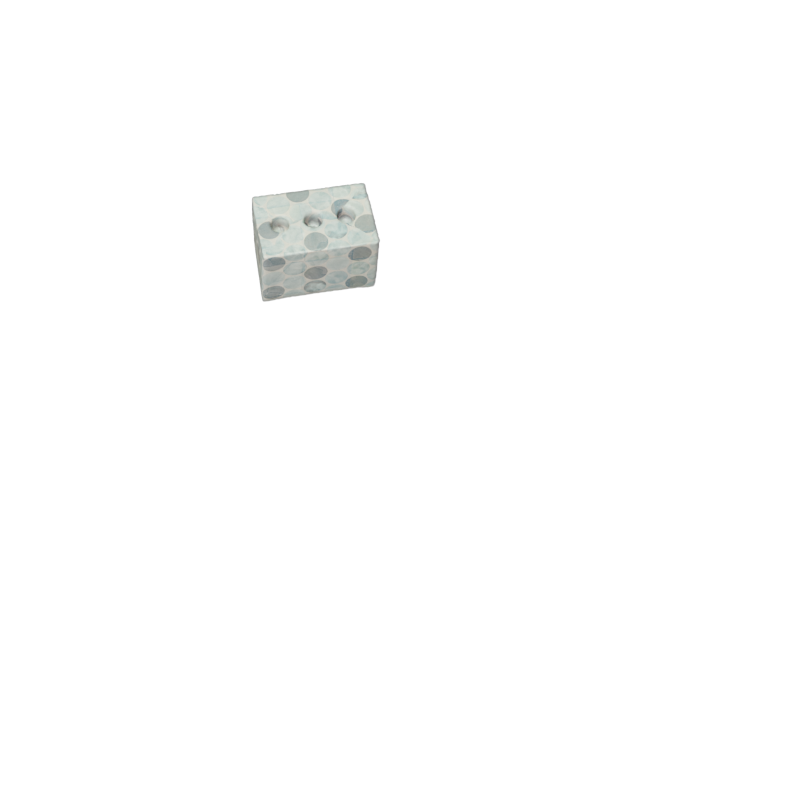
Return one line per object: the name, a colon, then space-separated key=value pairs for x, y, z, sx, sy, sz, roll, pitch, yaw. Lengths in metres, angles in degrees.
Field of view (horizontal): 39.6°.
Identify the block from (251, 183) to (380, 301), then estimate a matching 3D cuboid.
block: x=-0.058 y=-0.105 z=0.736 sx=0.077 sy=0.057 sz=0.048 roll=-9 pitch=-31 yaw=-7
